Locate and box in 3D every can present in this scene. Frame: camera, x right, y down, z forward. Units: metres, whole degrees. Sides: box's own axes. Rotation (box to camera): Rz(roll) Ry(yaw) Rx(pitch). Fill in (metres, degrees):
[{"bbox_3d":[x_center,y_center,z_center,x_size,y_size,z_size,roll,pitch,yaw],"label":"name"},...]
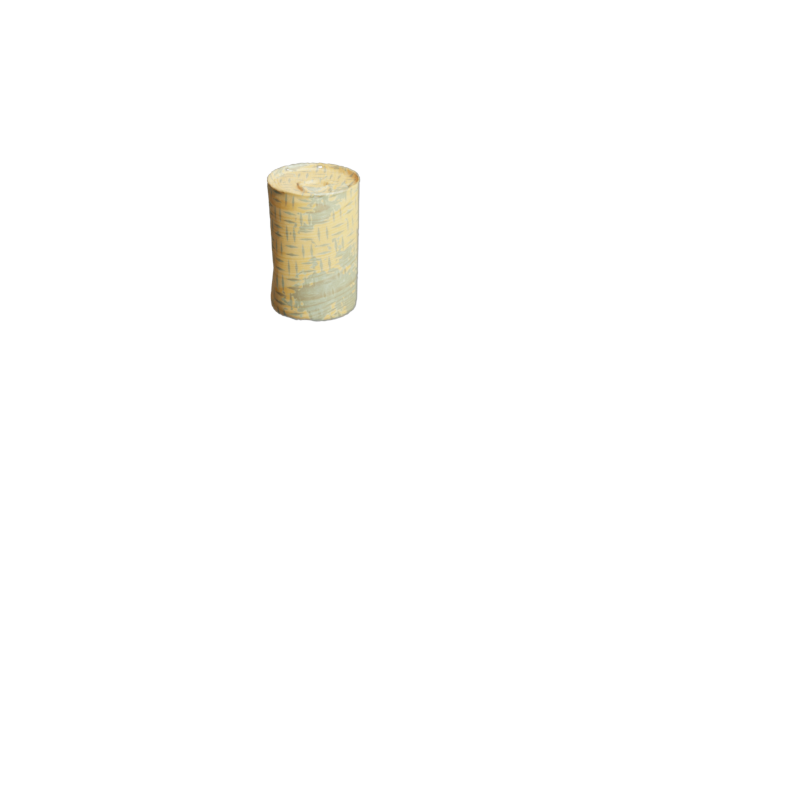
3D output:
[{"bbox_3d":[-0.065,-0.118,0.824,0.068,0.097,0.072,0,26,-2],"label":"can"}]
